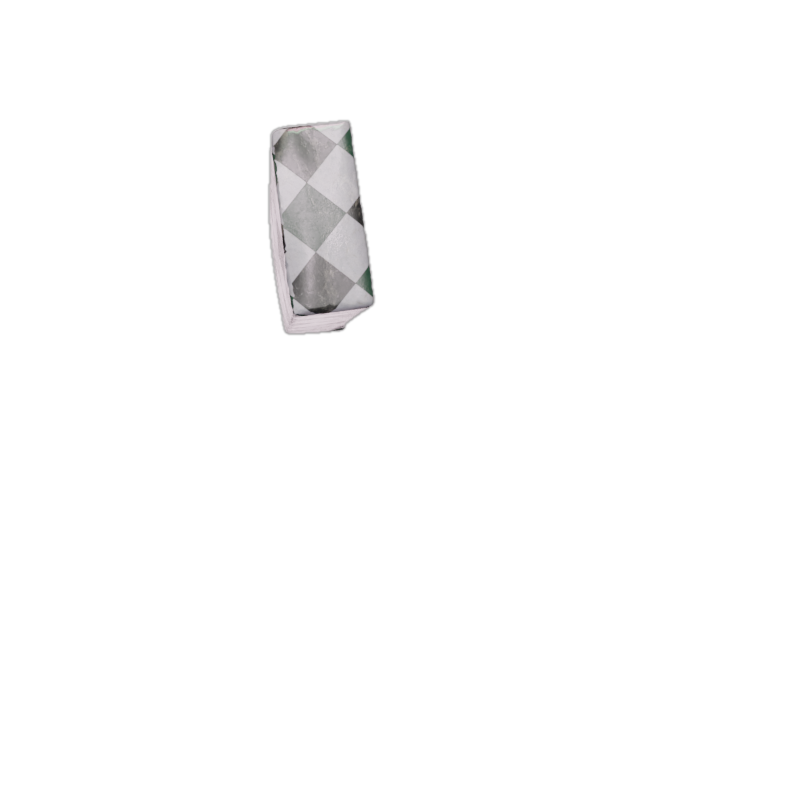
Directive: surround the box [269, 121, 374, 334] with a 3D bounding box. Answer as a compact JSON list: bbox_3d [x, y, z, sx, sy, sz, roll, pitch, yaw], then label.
[{"bbox_3d":[-0.048,-0.087,0.610,0.048,0.095,0.175,-7,-1,-4],"label":"box"}]
